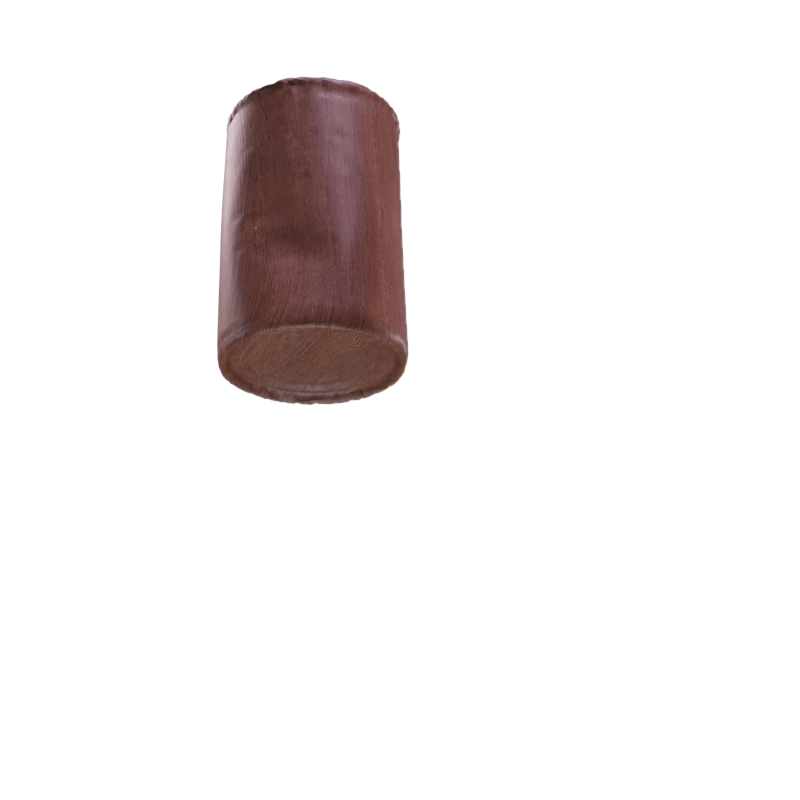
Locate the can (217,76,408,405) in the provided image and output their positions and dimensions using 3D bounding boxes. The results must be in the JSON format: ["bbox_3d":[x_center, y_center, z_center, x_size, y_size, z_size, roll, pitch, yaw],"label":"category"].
[{"bbox_3d":[-0.032,-0.058,0.407,0.068,0.109,0.064,0,-28,-2],"label":"can"}]
